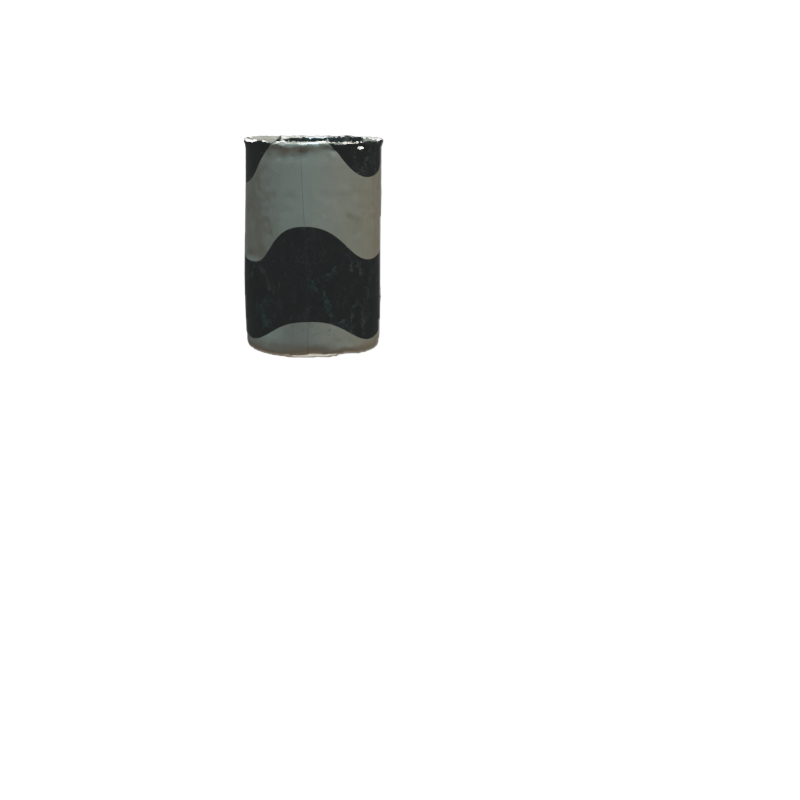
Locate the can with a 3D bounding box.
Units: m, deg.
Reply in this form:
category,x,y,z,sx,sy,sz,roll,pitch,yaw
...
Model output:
category,x,y,z,sx,sy,sz,roll,pitch,yaw
can,-0.043,-0.078,0.545,0.068,0.100,0.070,0,10,-2
